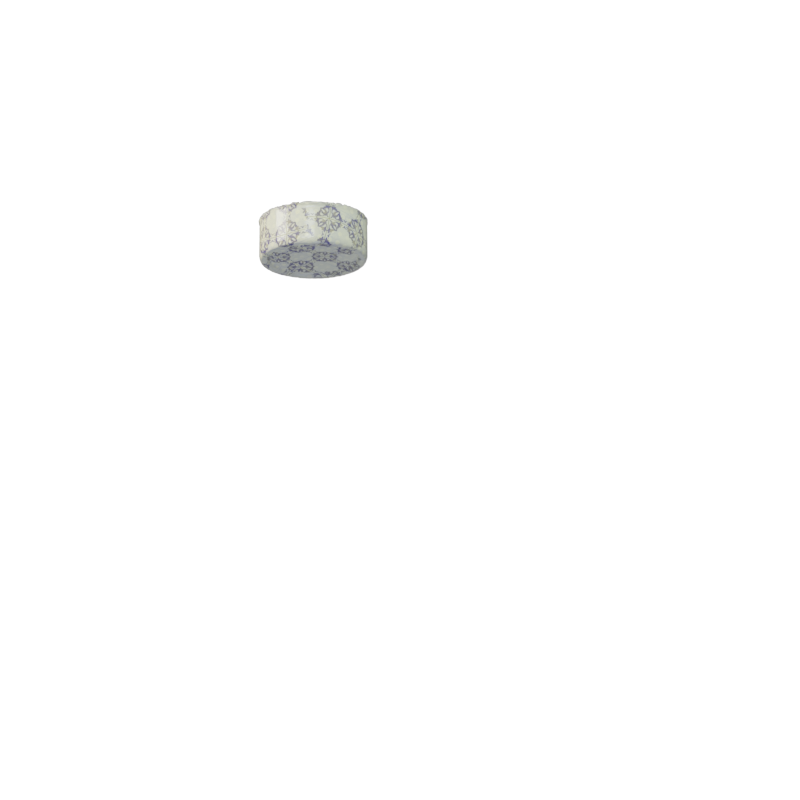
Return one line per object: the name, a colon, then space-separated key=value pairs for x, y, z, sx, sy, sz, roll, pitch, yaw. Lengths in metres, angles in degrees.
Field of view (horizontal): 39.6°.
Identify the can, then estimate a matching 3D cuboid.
can: x=-0.068 y=-0.124 z=0.866 sx=0.086 sy=0.035 sz=0.083 roll=0 pitch=-15 yaw=-2
